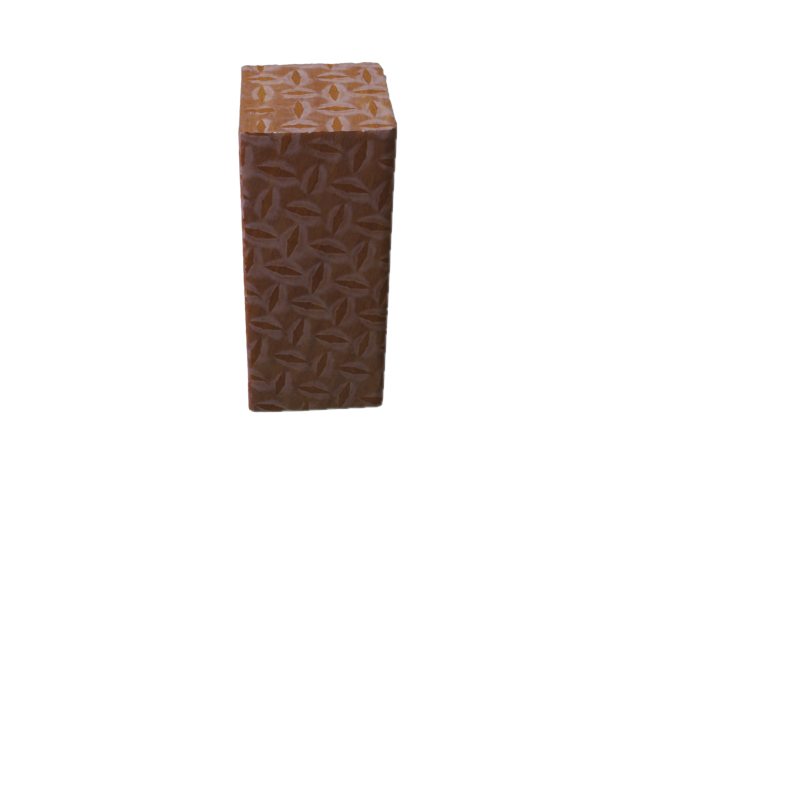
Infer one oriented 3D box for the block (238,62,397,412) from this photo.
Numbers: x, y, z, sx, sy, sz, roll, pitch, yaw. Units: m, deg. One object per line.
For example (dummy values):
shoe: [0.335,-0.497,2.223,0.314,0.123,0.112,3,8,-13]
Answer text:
block: [-0.054,-0.100,0.703,0.090,0.193,0.097,-1,36,-5]
